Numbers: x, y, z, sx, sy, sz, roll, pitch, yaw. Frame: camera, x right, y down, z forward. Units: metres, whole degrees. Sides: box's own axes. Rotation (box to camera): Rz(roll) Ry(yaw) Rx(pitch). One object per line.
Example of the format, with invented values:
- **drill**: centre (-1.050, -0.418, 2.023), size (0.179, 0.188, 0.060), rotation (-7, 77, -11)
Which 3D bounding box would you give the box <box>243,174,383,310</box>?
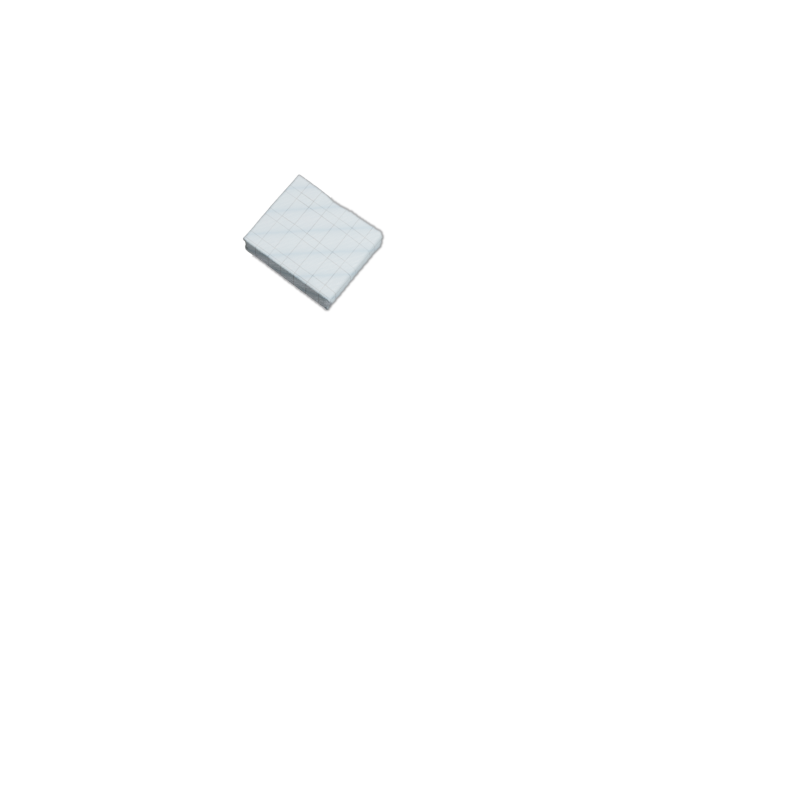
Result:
- **box**: centre (-0.070, -0.128, 0.898), size (0.092, 0.074, 0.029), rotation (36, -16, 12)
